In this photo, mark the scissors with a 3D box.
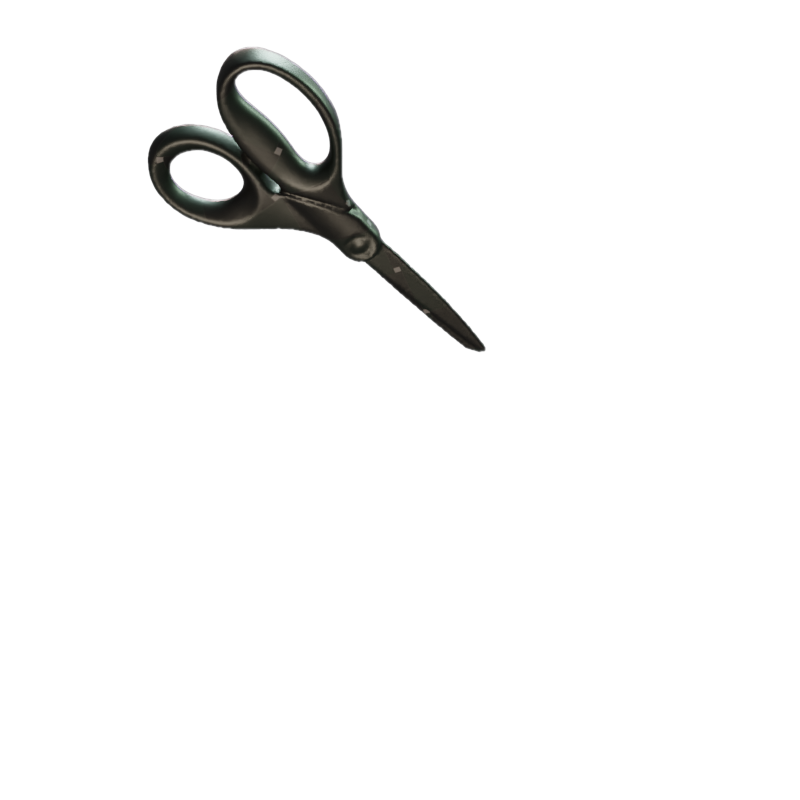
[{"bbox_3d":[-0.040,-0.073,0.514,0.097,0.187,0.017,-19,39,16],"label":"scissors"}]
